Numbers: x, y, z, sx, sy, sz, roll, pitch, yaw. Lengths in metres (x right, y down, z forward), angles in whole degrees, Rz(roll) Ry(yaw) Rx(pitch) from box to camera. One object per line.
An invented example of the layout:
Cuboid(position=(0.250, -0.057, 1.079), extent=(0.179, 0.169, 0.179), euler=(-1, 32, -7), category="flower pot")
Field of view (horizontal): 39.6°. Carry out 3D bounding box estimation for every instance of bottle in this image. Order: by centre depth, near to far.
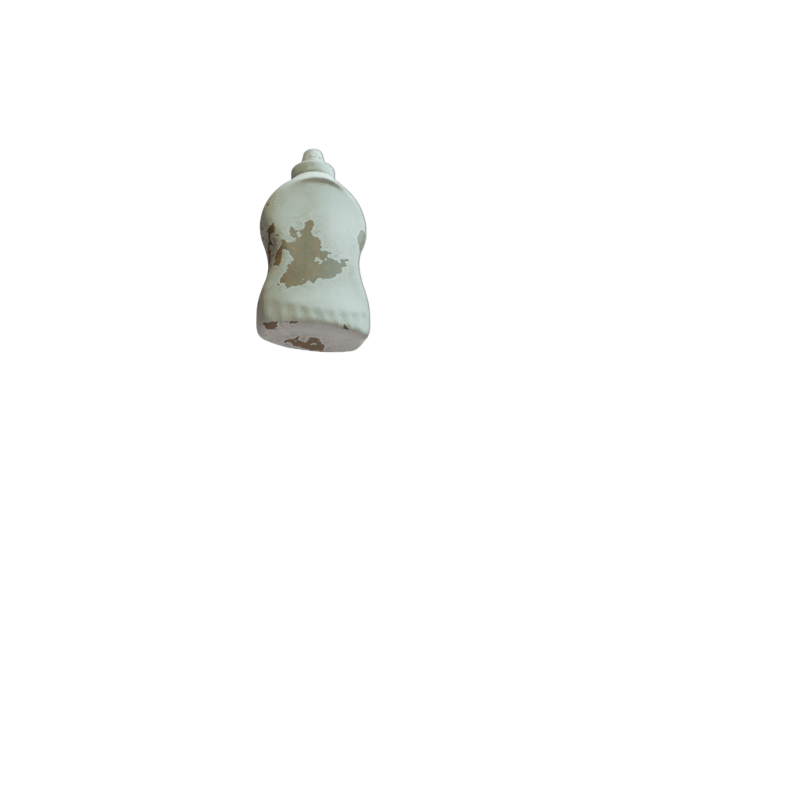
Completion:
Cuboid(position=(-0.077, -0.141, 0.987), extent=(0.094, 0.203, 0.056), euler=(6, -29, -15), category="bottle")
